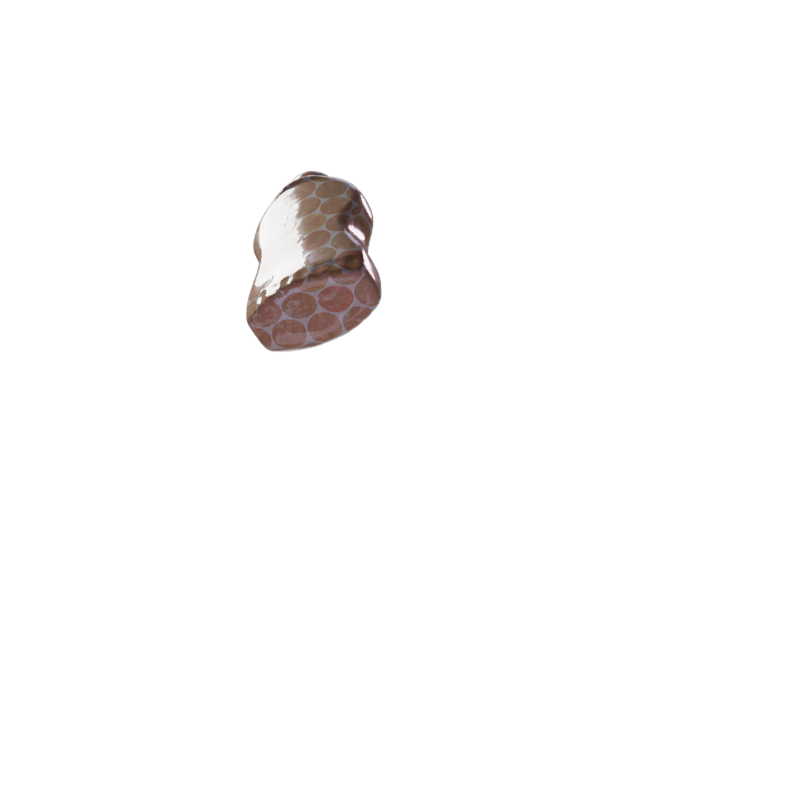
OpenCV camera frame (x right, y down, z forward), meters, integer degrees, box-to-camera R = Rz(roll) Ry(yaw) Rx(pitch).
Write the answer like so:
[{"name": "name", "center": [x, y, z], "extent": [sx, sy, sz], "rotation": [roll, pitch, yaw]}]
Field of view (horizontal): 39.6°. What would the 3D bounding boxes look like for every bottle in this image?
[{"name": "bottle", "center": [-0.067, -0.122, 0.850], "extent": [0.096, 0.054, 0.205], "rotation": [-25, 35, 15]}]
